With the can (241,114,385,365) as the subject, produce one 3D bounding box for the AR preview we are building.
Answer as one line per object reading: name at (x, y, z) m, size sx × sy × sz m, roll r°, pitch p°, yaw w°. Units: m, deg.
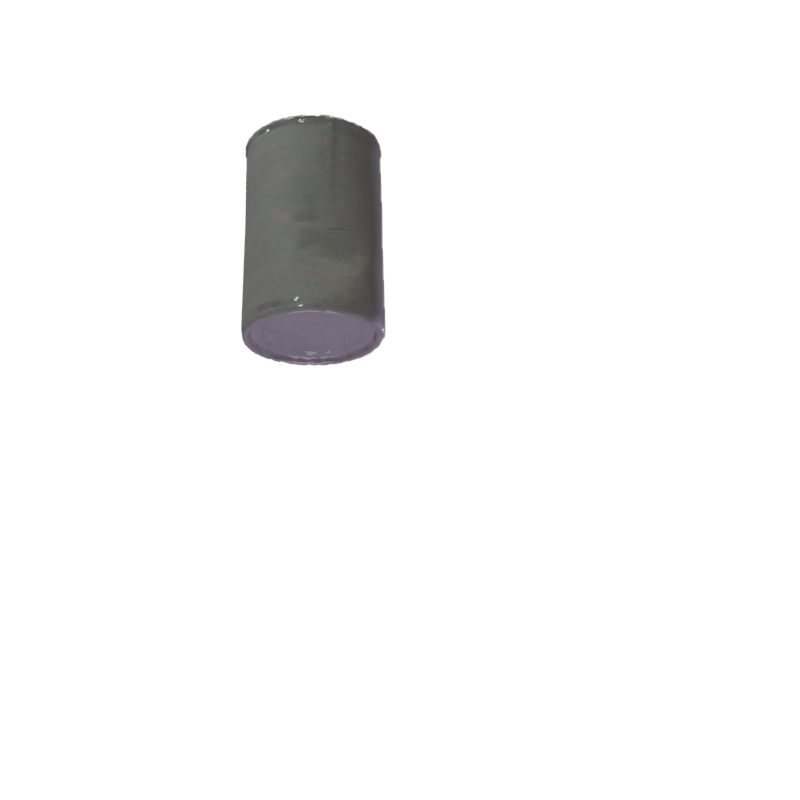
can at (-0.042, -0.076, 0.531) m, size 0.068 × 0.108 × 0.065 m, roll 0°, pitch -25°, yaw -2°
